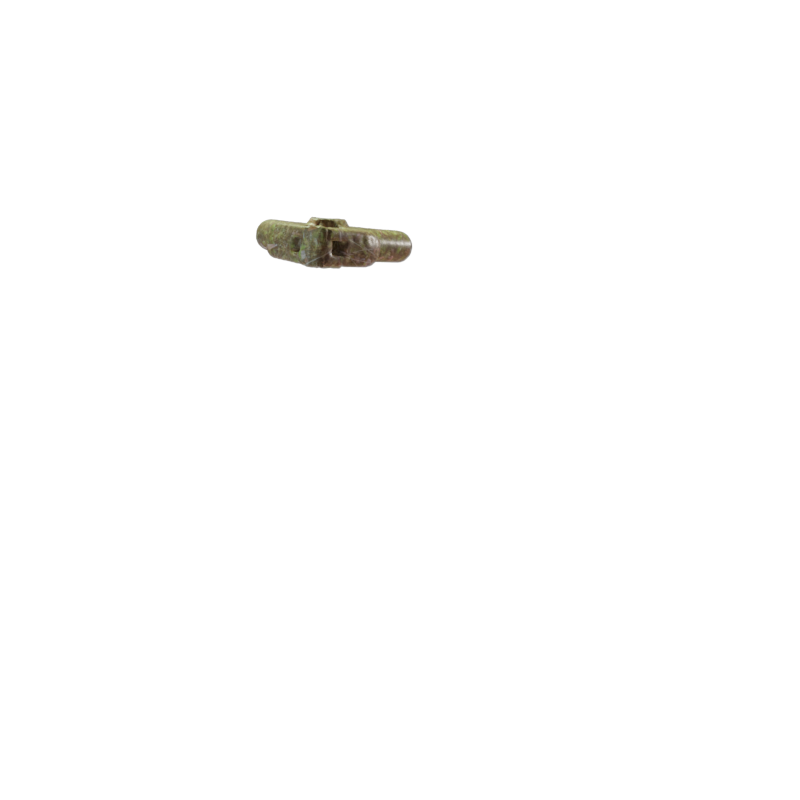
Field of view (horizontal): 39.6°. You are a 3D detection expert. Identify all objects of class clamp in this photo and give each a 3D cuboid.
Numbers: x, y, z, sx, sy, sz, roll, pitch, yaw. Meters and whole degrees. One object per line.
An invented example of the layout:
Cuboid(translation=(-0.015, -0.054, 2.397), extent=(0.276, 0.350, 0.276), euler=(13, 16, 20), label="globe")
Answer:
Cuboid(translation=(-0.062, -0.114, 0.798), extent=(0.122, 0.039, 0.169), euler=(1, 6, 11), label="clamp")
